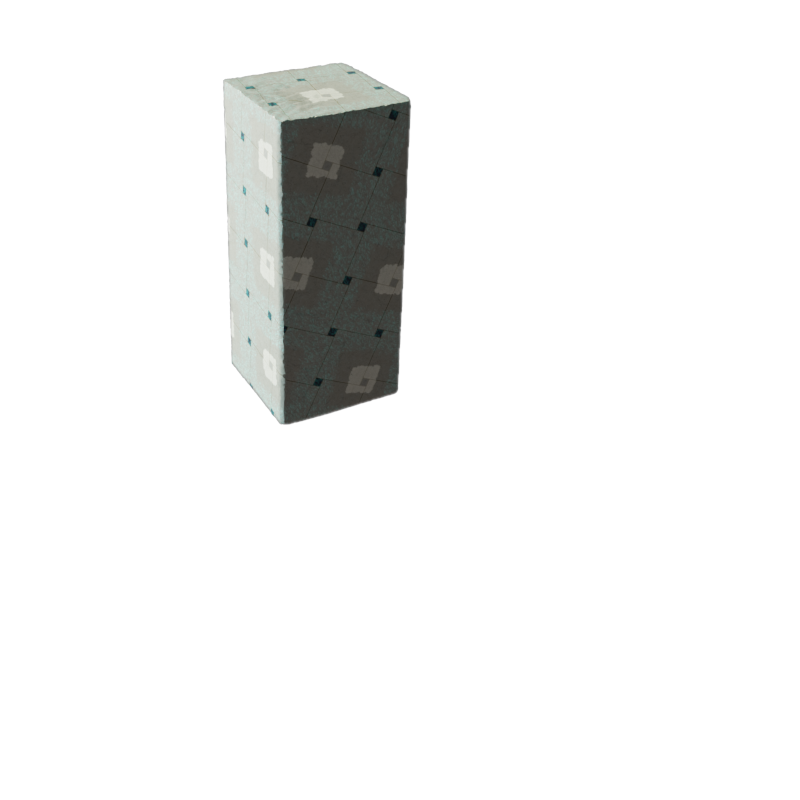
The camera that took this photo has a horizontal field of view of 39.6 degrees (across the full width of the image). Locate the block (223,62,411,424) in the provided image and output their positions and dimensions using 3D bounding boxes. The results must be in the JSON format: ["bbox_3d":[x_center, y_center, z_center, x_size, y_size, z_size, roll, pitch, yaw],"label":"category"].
[{"bbox_3d":[-0.055,-0.103,0.718,0.088,0.195,0.098,-13,31,-26],"label":"block"}]
